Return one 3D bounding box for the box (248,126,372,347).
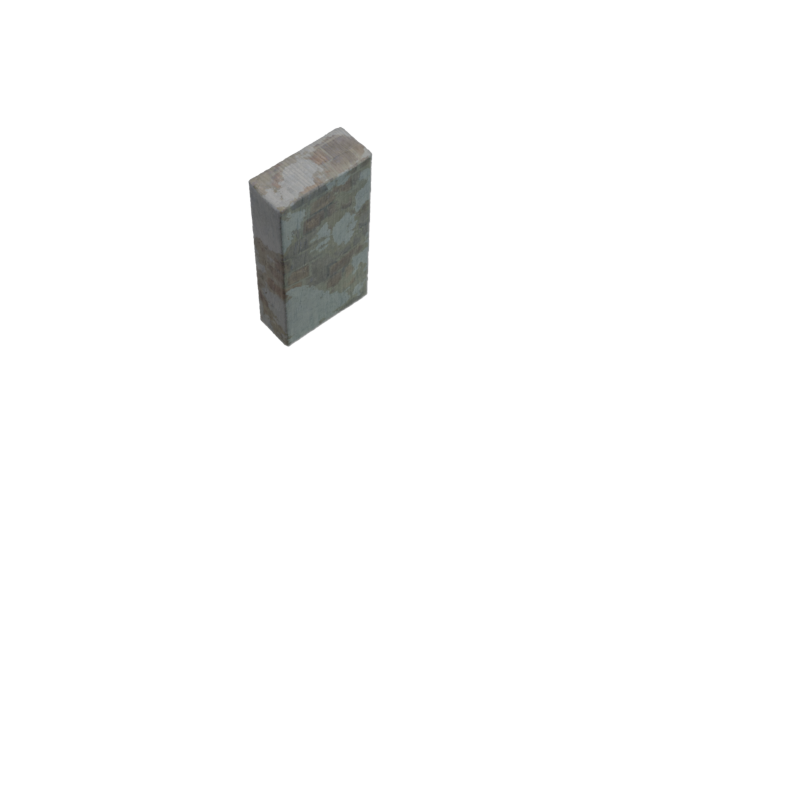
[{"bbox_3d":[-0.070,-0.127,0.892,0.094,0.051,0.165,-36,-24,-23],"label":"box"}]
